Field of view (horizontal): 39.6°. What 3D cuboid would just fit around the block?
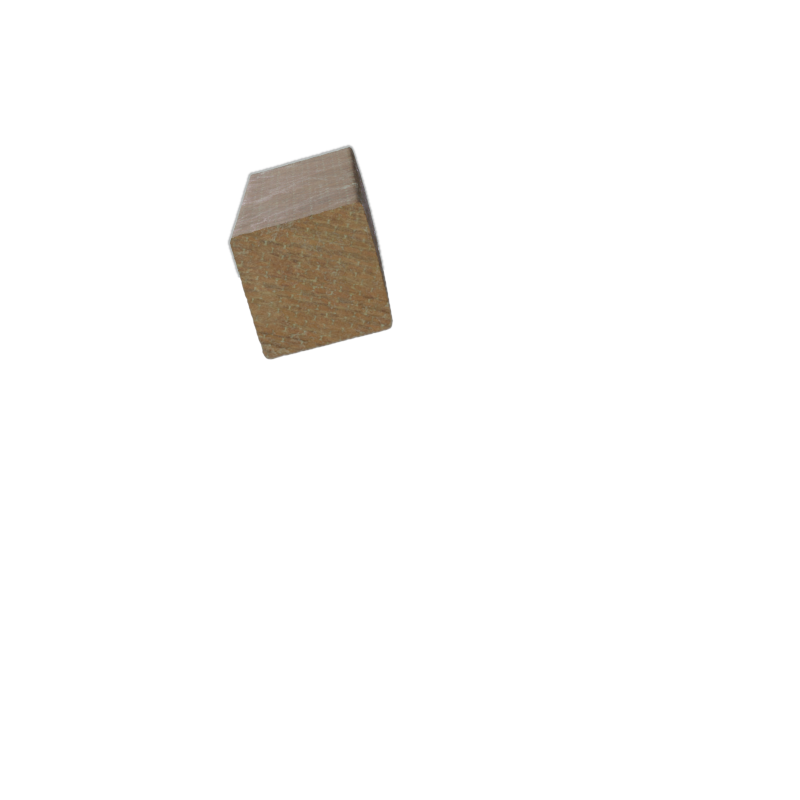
[{"bbox_3d":[-0.063,-0.116,0.815,0.091,0.086,0.216,-15,22,2],"label":"block"}]
